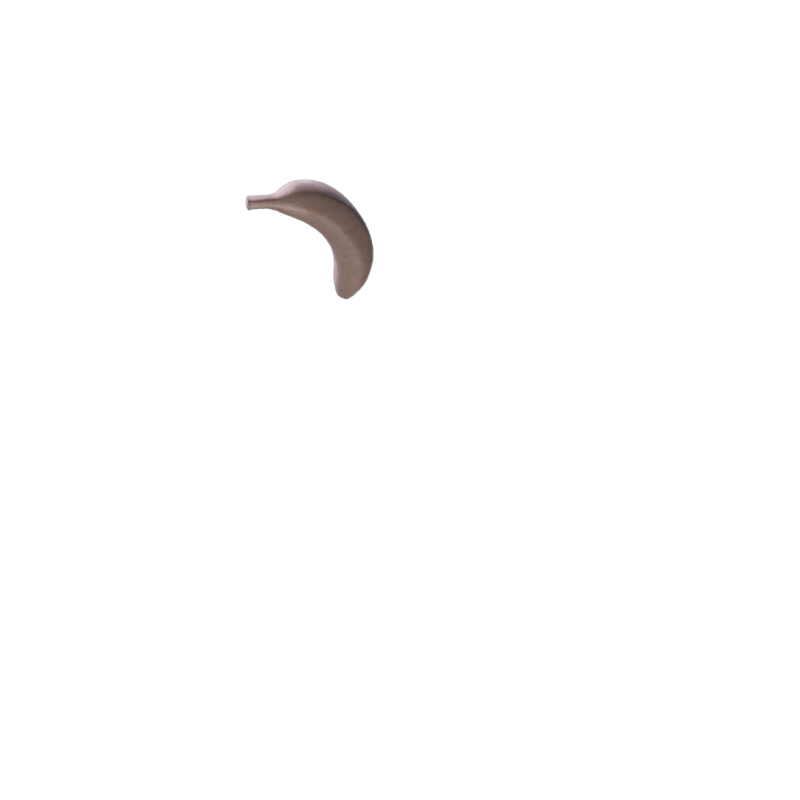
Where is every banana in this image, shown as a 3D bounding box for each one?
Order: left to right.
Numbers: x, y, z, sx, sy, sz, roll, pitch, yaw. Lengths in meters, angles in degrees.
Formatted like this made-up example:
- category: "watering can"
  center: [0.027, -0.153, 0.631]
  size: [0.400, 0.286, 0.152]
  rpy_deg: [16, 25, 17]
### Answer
- category: "banana"
  center: [-0.062, -0.146, 0.978]
  size: [0.071, 0.039, 0.183]
  rpy_deg: [-11, -27, 21]
